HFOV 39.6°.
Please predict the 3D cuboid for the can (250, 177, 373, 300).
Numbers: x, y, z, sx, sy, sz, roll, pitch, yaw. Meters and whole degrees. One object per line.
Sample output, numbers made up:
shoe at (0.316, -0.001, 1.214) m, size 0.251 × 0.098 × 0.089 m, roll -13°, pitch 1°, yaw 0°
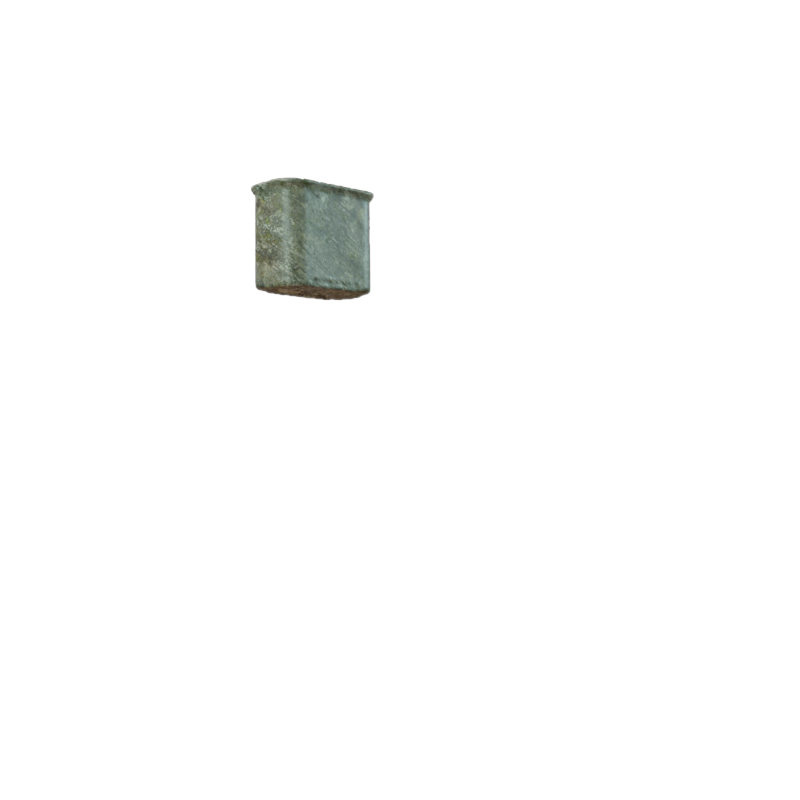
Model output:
can at (-0.069, -0.126, 0.885) m, size 0.097 × 0.086 × 0.059 m, roll 5°, pitch -9°, yaw -43°
